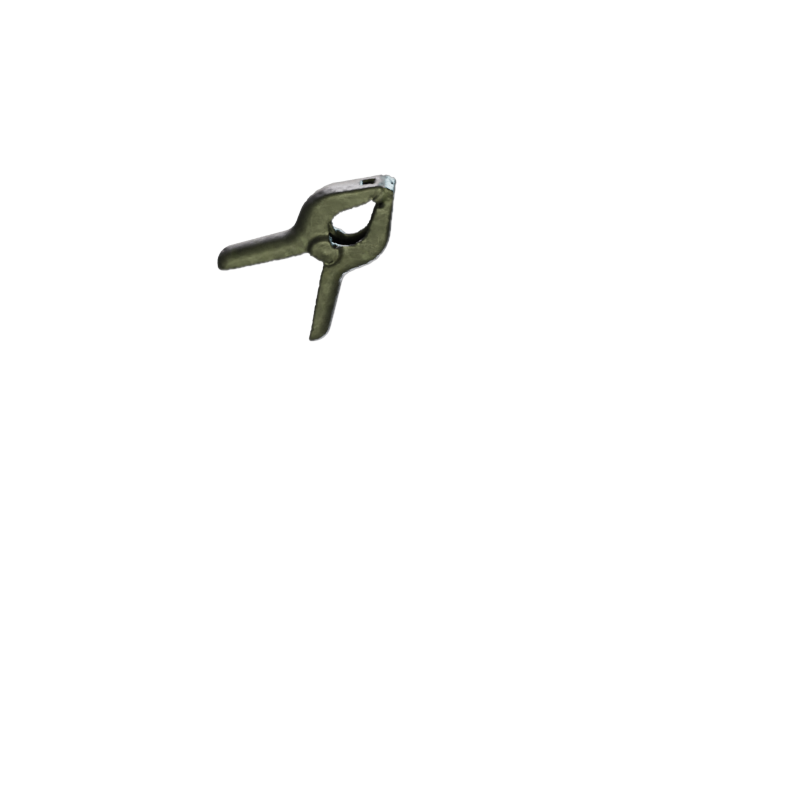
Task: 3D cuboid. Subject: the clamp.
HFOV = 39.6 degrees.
[{"bbox_3d":[-0.074,-0.136,0.950,0.116,0.167,0.042,30,28,-18],"label":"clamp"}]
